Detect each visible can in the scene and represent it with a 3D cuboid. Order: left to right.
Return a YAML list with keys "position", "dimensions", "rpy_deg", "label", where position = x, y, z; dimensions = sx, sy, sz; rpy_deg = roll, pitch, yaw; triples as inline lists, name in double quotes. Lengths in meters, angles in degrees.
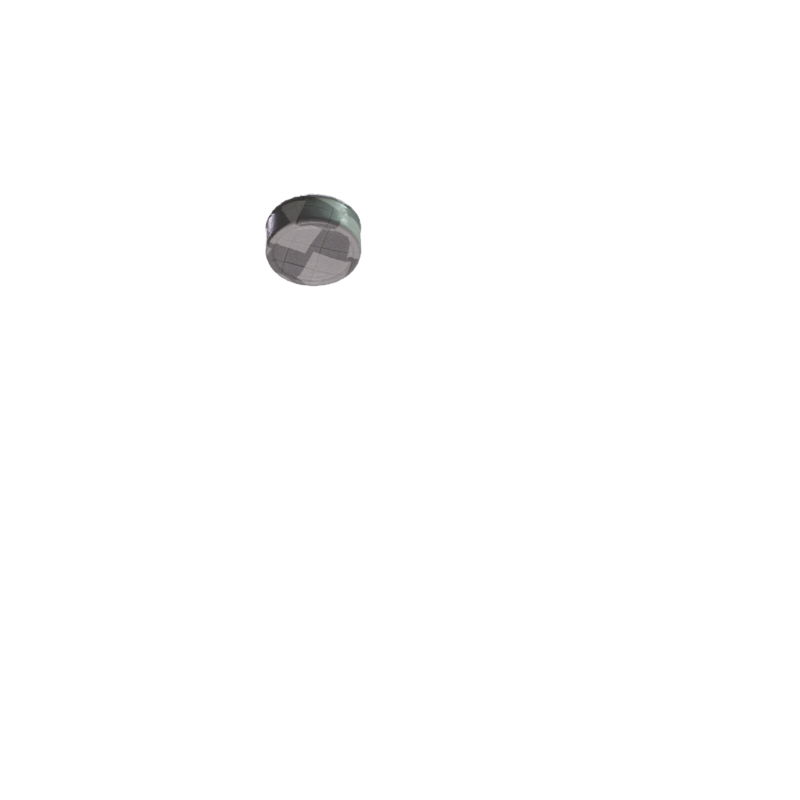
- position: [-0.077, -0.140, 0.981]
  dimensions: [0.086, 0.036, 0.080]
  rpy_deg: [1, -40, -1]
  label: "can"
